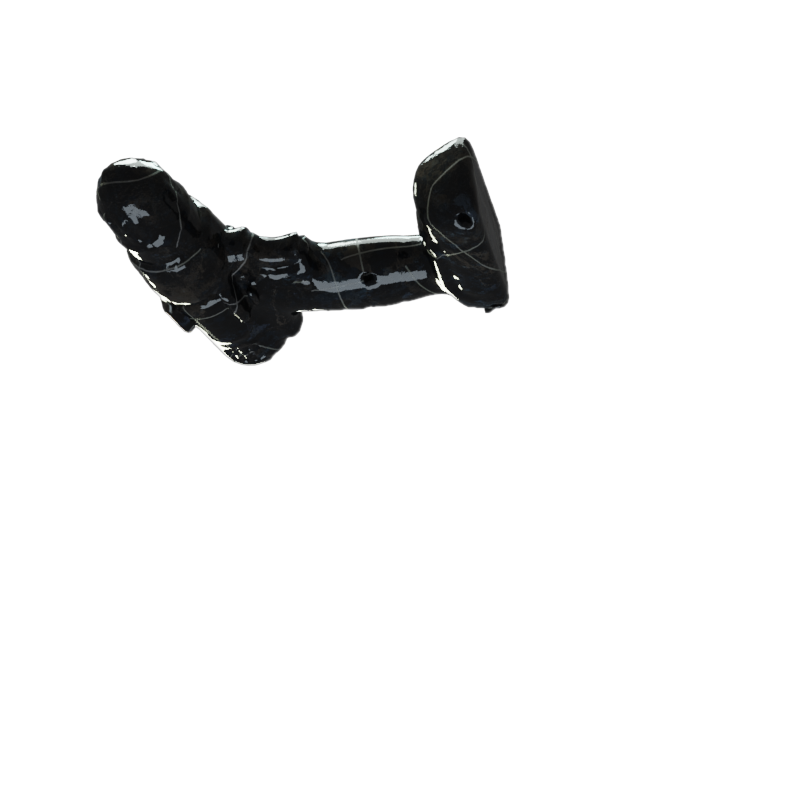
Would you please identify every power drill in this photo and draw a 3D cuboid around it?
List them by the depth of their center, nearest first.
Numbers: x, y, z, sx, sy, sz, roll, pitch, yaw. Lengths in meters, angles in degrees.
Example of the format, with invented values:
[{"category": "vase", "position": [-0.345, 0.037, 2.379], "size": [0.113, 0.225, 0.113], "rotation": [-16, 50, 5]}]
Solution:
[{"category": "power drill", "position": [-0.046, -0.084, 0.587], "size": [0.190, 0.061, 0.171], "rotation": [-8, -25, 16]}]
